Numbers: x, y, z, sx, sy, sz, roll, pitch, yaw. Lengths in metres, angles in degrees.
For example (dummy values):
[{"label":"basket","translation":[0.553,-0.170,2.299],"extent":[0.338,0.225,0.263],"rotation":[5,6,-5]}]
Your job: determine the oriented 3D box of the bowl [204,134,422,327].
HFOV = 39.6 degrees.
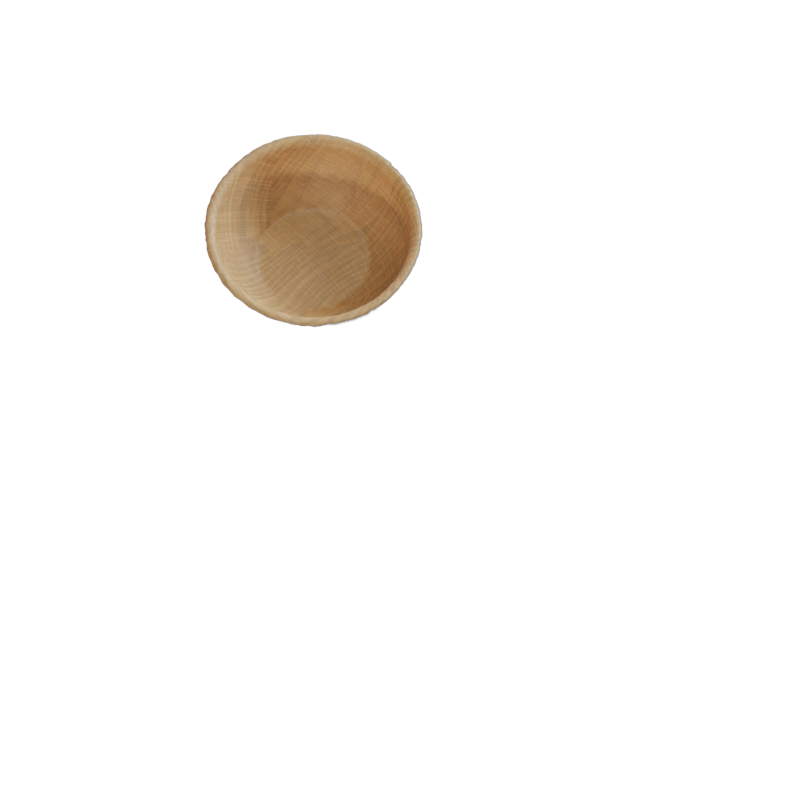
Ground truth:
[{"label":"bowl","translation":[-0.066,-0.120,0.843],"extent":[0.162,0.172,0.052],"rotation":[-1,-26,-1]}]
